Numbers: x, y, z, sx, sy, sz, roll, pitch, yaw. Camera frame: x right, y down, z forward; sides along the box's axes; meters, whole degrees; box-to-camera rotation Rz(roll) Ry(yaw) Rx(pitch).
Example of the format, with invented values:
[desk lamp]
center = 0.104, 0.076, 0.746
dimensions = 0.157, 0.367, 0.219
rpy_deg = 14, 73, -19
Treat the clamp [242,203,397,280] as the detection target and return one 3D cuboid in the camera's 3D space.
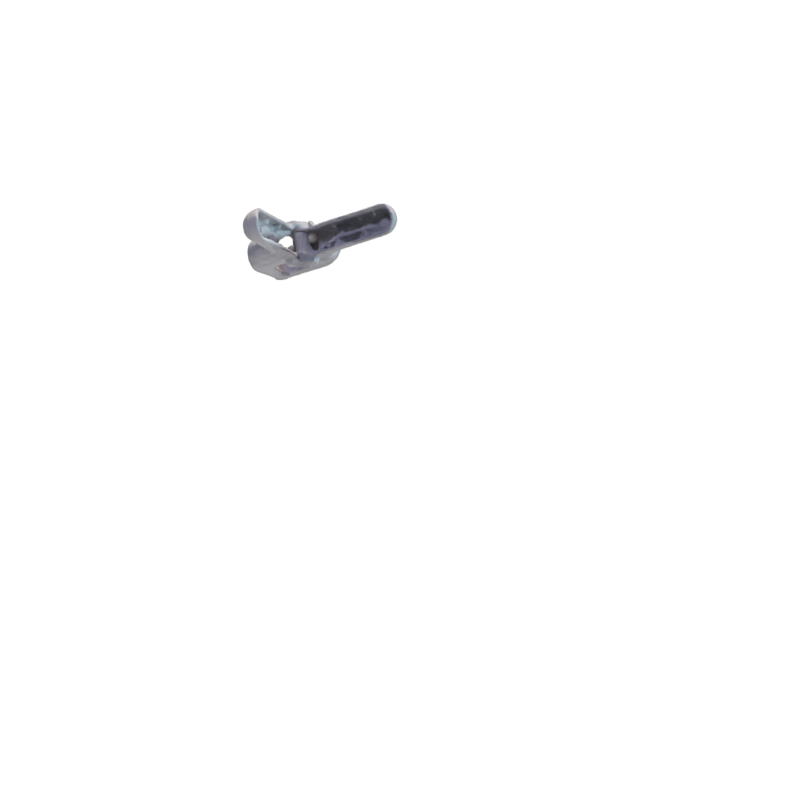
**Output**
[clamp]
center = -0.072, -0.131, 0.914
dimensions = 0.119, 0.040, 0.170
rpy_deg = 0, -3, -8
